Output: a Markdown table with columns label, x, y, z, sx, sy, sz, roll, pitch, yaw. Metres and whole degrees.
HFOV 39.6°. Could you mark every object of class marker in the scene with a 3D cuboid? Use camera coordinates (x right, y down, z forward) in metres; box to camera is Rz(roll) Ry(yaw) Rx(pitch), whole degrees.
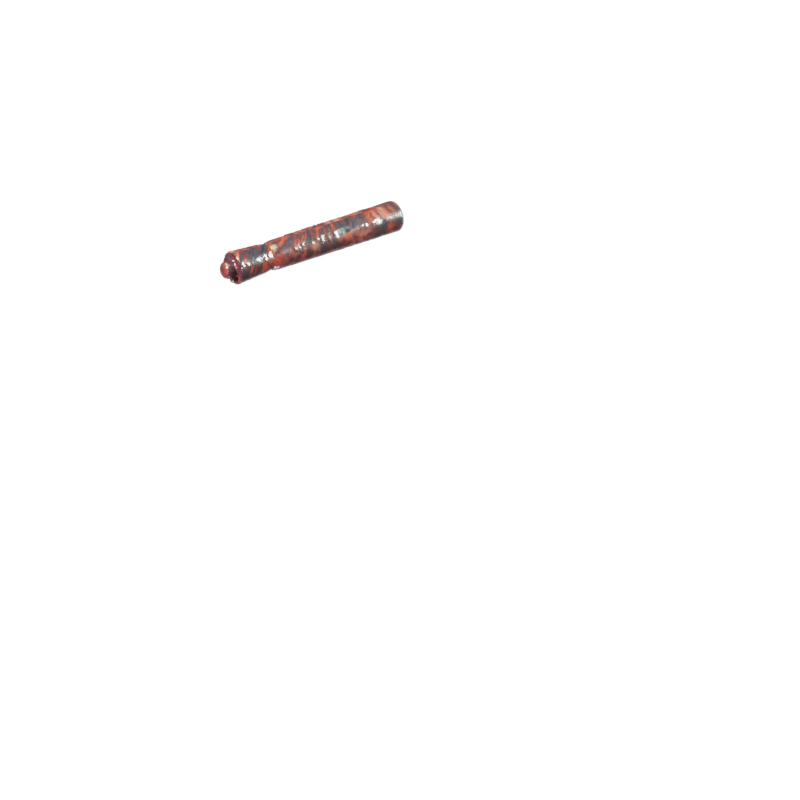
| label | x | y | z | sx | sy | sz | roll | pitch | yaw |
| --- | --- | --- | --- | --- | --- | --- | --- | --- | --- |
| marker | -0.049 | -0.090 | 0.630 | 0.120 | 0.019 | 0.021 | -24 | 17 | -33 |
